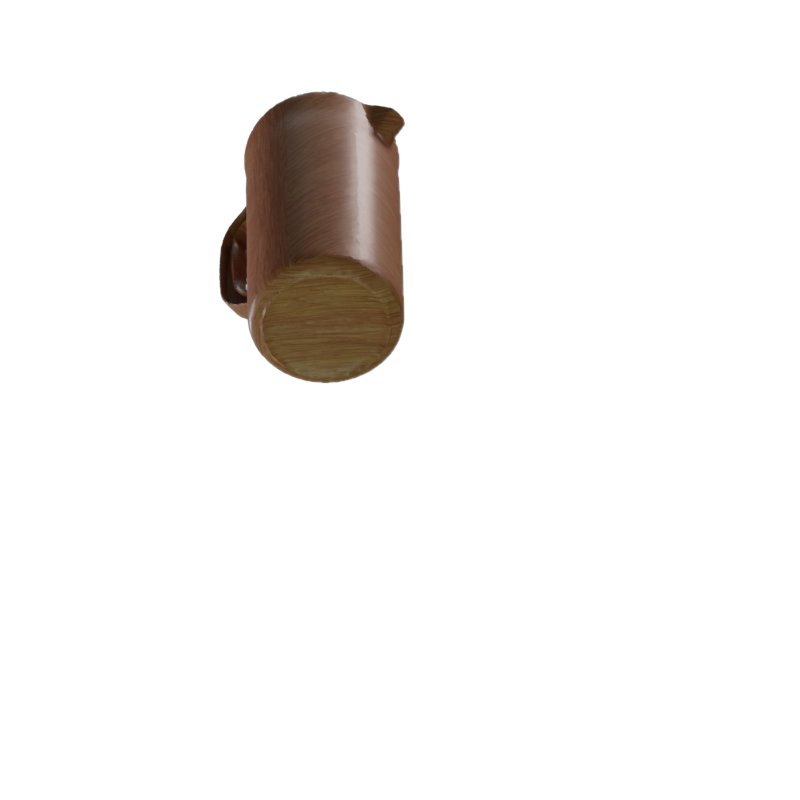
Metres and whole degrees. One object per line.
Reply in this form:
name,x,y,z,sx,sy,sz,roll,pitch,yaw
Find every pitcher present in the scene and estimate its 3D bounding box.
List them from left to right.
pitcher,-0.067,-0.122,0.855,0.144,0.140,0.260,4,37,-7
